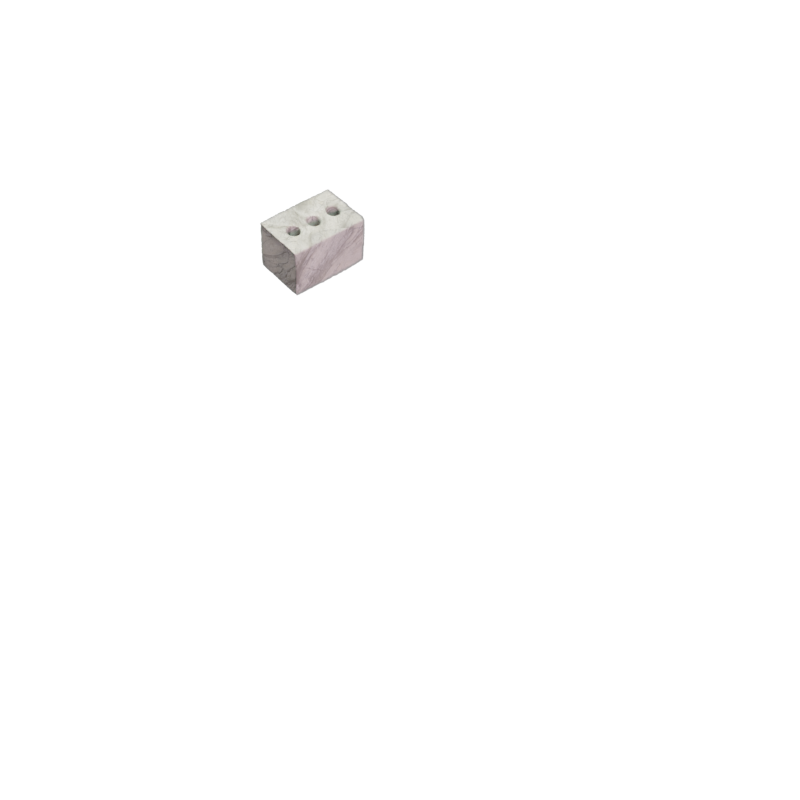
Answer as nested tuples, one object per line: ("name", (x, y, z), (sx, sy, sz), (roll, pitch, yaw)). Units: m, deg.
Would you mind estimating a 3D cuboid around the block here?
("block", (-0.076, -0.139, 0.975), (0.078, 0.048, 0.056), (-31, 55, -27))
